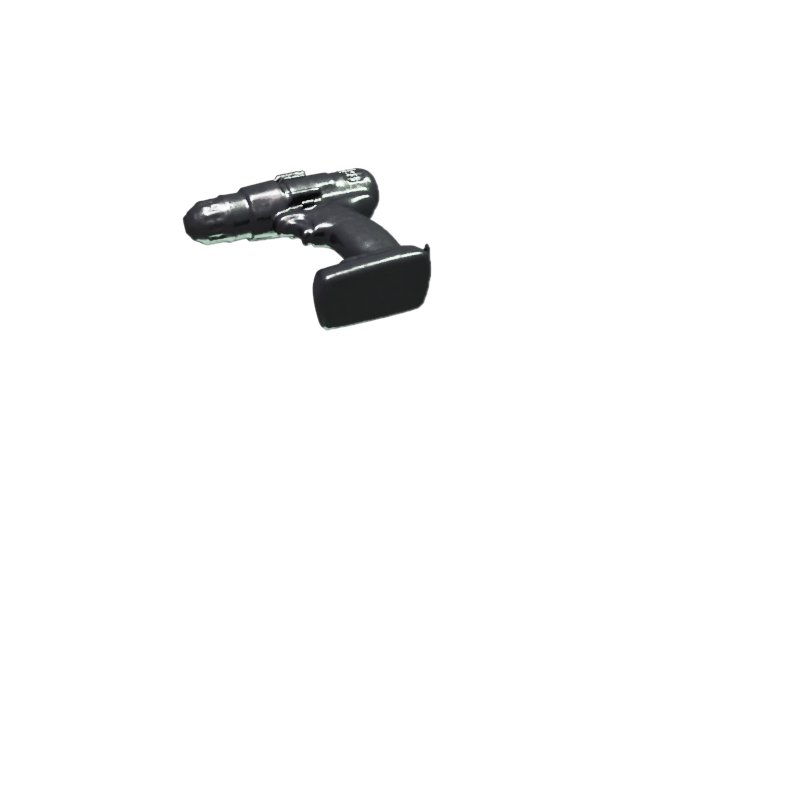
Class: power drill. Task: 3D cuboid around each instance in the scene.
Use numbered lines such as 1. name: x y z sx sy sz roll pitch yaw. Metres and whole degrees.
1. power drill: -0.074 -0.135 0.947 0.182 0.054 0.203 -16 41 -20
